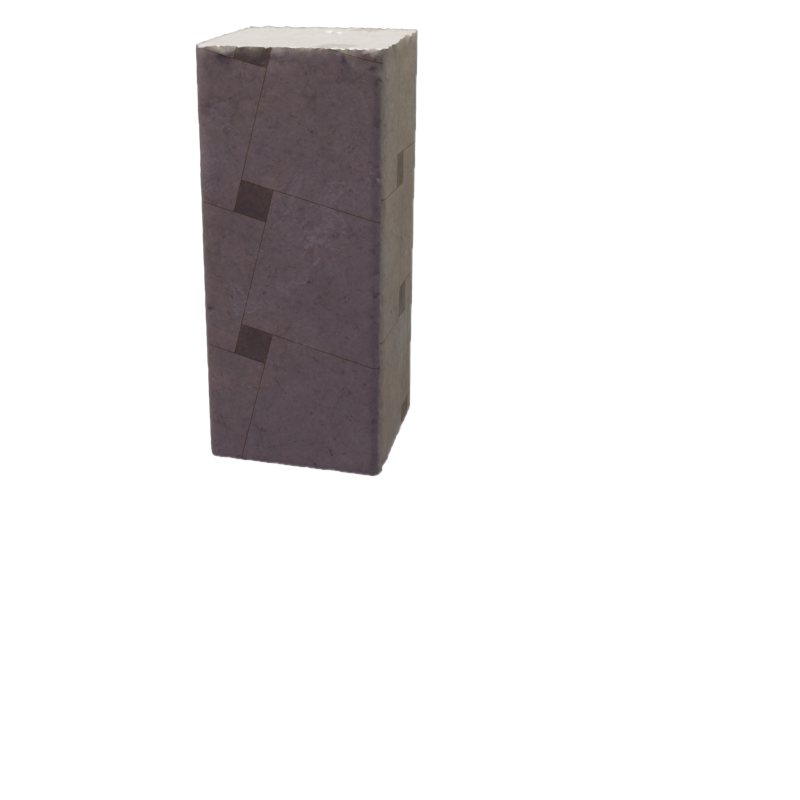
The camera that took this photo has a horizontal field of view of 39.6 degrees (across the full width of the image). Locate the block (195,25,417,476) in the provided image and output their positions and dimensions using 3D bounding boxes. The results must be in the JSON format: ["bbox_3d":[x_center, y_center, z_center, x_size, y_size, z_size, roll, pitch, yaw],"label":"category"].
[{"bbox_3d":[-0.044,-0.079,0.558,0.092,0.198,0.092,5,19,12],"label":"block"}]
